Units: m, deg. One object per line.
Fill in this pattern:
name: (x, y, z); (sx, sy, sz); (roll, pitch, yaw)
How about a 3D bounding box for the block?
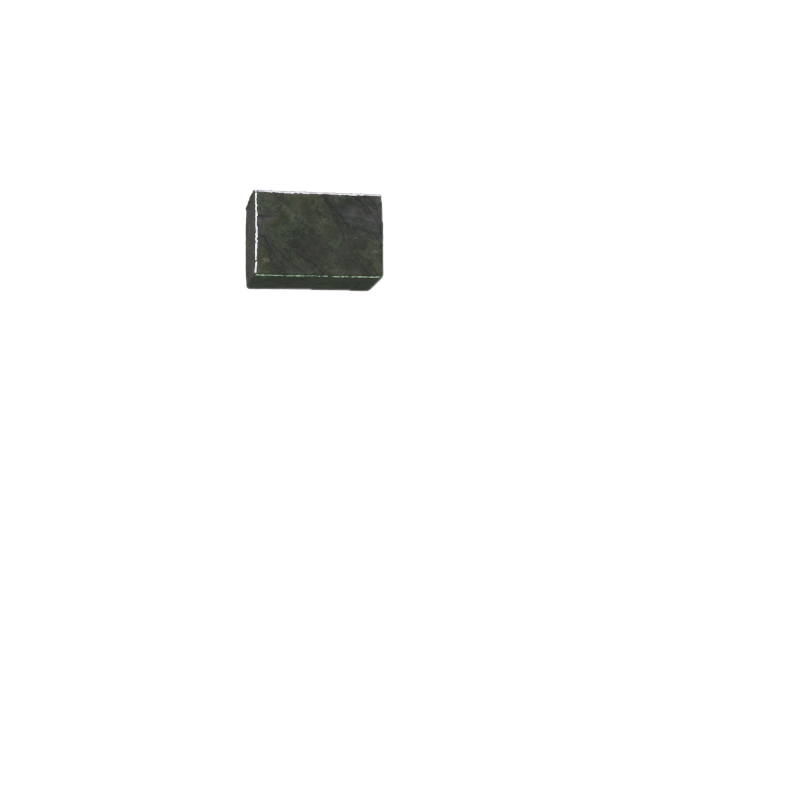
block: (-0.052, -0.095, 0.662); (0.077, 0.052, 0.052); (1, -8, -10)
